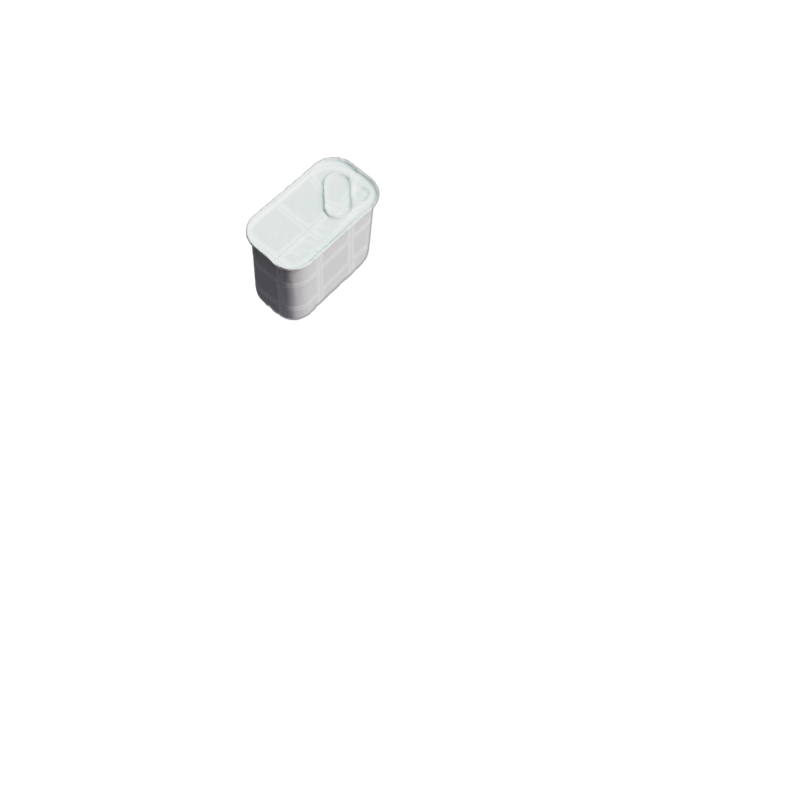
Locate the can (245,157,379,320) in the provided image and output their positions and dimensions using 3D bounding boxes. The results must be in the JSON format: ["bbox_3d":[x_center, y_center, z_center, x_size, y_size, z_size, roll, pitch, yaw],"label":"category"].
[{"bbox_3d":[-0.065,-0.119,0.831,0.060,0.103,0.079,39,-23,16],"label":"can"}]
